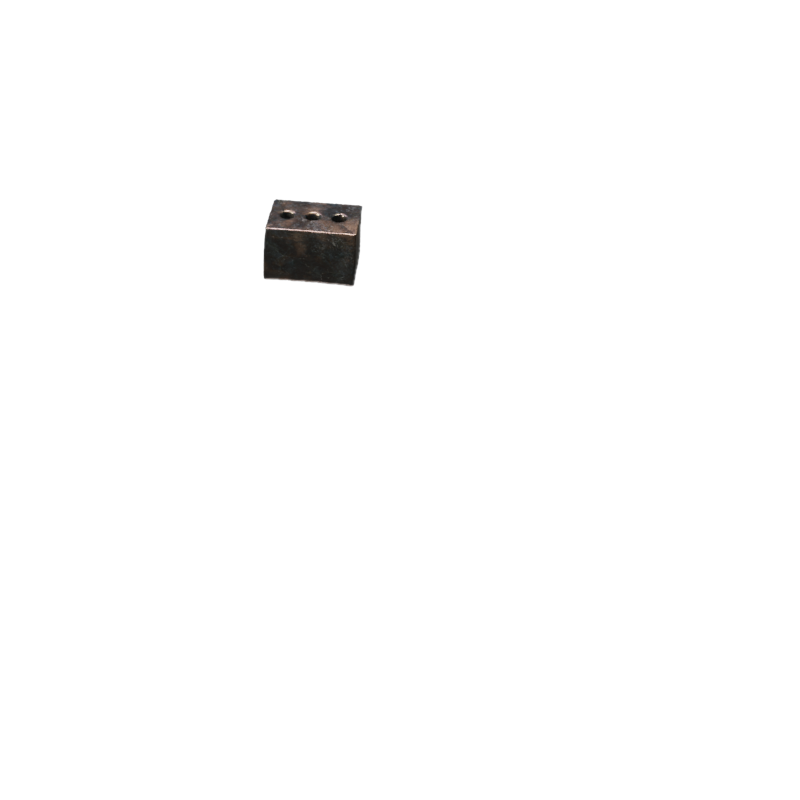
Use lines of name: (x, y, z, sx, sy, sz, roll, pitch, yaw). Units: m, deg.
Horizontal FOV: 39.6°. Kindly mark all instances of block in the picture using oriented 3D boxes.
block: (-0.073, -0.134, 0.936, 0.079, 0.048, 0.056, 4, 36, 5)
